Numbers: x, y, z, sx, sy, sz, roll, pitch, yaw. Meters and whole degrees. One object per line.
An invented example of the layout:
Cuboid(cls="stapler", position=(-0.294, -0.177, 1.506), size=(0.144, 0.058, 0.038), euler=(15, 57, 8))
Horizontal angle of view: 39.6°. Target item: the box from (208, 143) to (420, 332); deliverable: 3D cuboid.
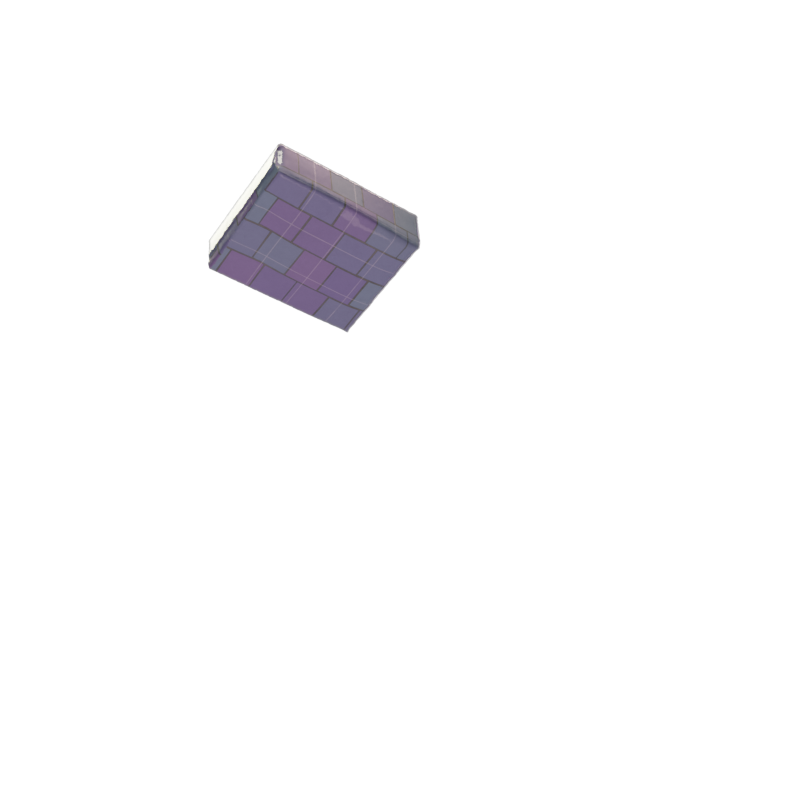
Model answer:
Cuboid(cls="box", position=(-0.057, -0.104, 0.729), size=(0.109, 0.087, 0.042), euler=(27, 34, -21))
